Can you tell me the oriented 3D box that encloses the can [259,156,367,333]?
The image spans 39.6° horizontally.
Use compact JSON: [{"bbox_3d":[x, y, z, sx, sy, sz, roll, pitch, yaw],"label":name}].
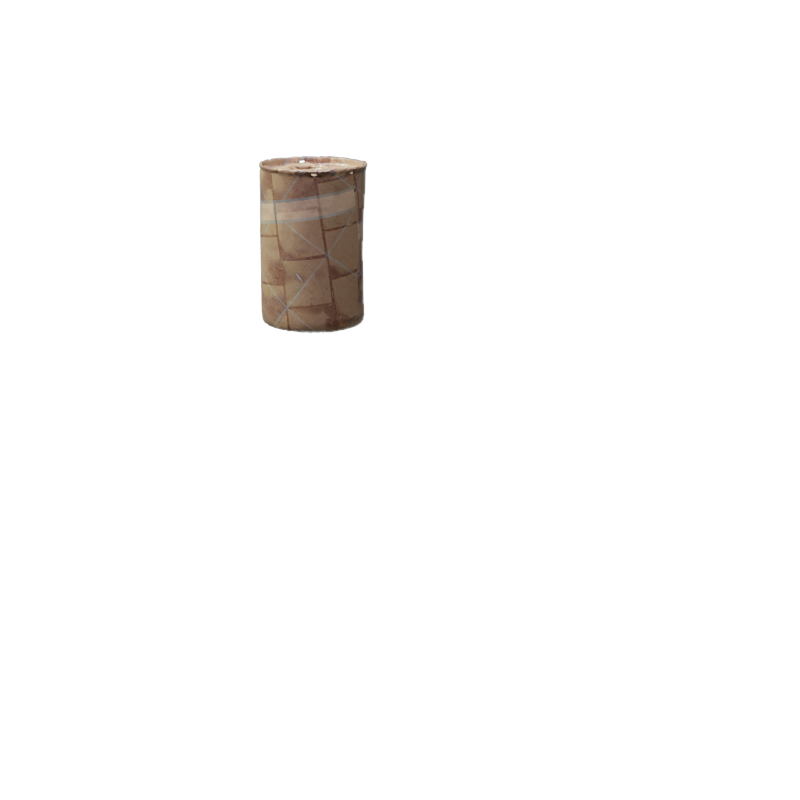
[{"bbox_3d":[-0.055,-0.101,0.705,0.068,0.099,0.071,0,15,-2],"label":"can"}]
